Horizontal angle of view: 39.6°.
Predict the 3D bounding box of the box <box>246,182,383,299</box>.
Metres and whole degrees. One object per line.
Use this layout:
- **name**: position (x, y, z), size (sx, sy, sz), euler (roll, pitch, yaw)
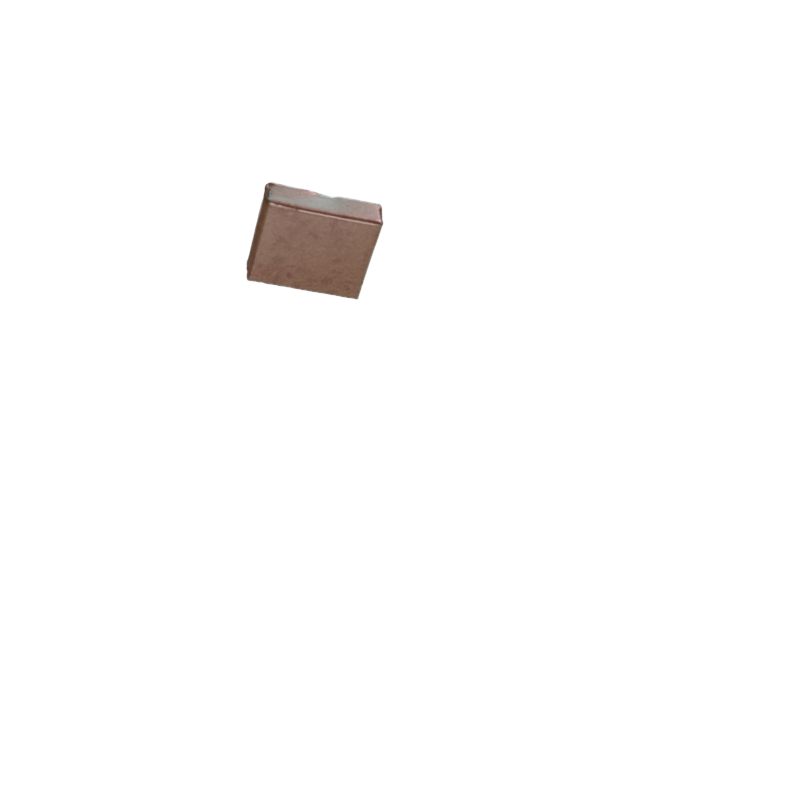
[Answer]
- **box**: position (-0.065, -0.118, 0.824), size (0.088, 0.069, 0.032), euler (11, 37, -9)
